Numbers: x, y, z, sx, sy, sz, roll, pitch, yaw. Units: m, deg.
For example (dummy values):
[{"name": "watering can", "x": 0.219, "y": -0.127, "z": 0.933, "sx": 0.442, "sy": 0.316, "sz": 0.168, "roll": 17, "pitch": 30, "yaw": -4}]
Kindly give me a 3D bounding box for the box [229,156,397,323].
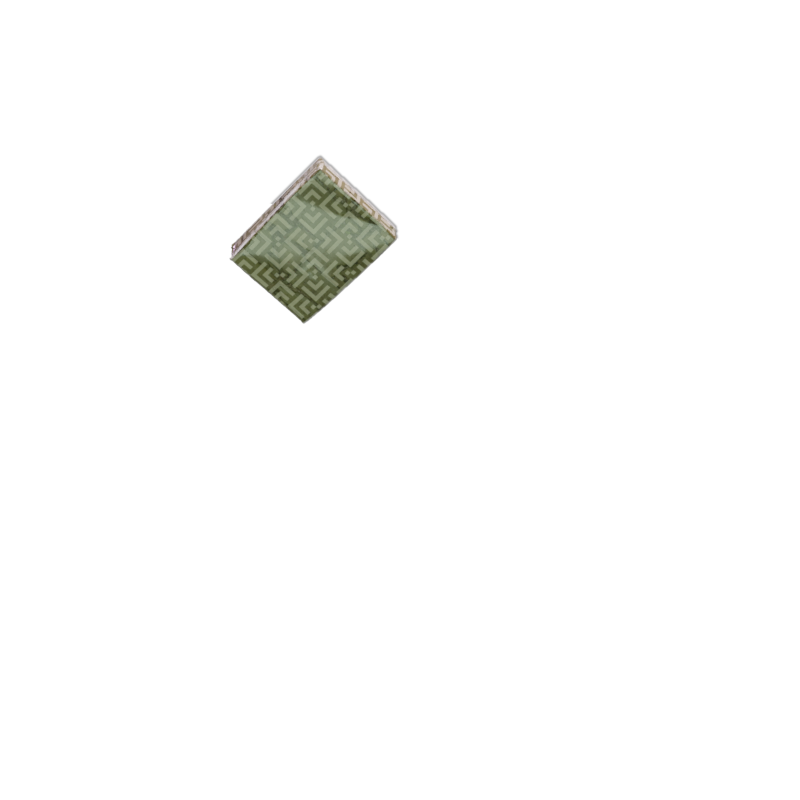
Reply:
[{"name": "box", "x": -0.072, "y": -0.132, "z": 0.922, "sx": 0.087, "sy": 0.112, "sz": 0.041, "roll": 43, "pitch": 14, "yaw": -15}]
